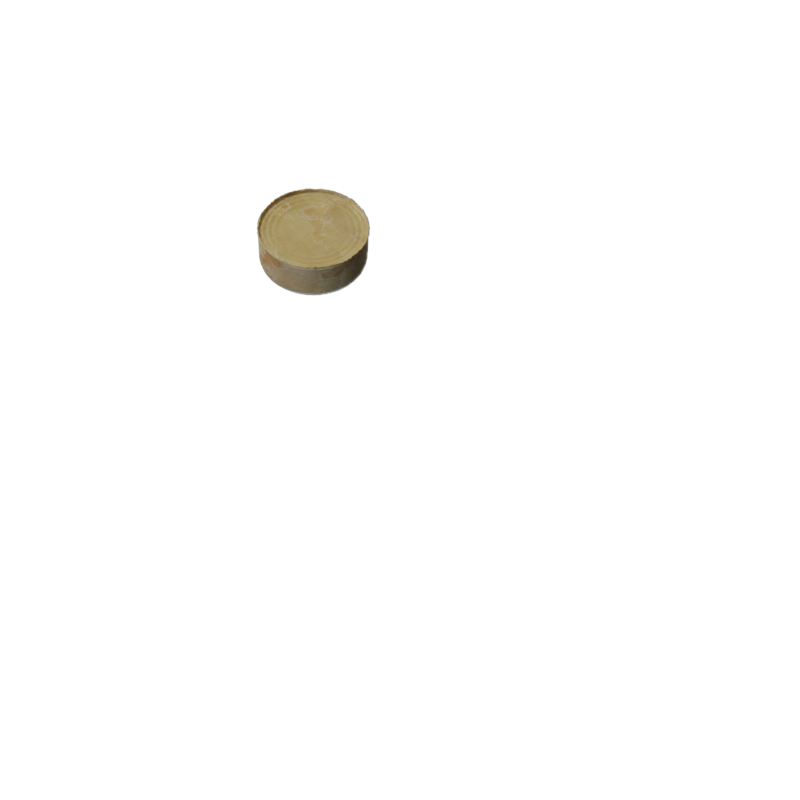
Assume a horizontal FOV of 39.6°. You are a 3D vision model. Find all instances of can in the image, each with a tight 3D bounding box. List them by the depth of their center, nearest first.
[{"bbox_3d":[-0.067,-0.122,0.851,0.086,0.092,0.031,-1,-41,-1],"label":"can"}]
